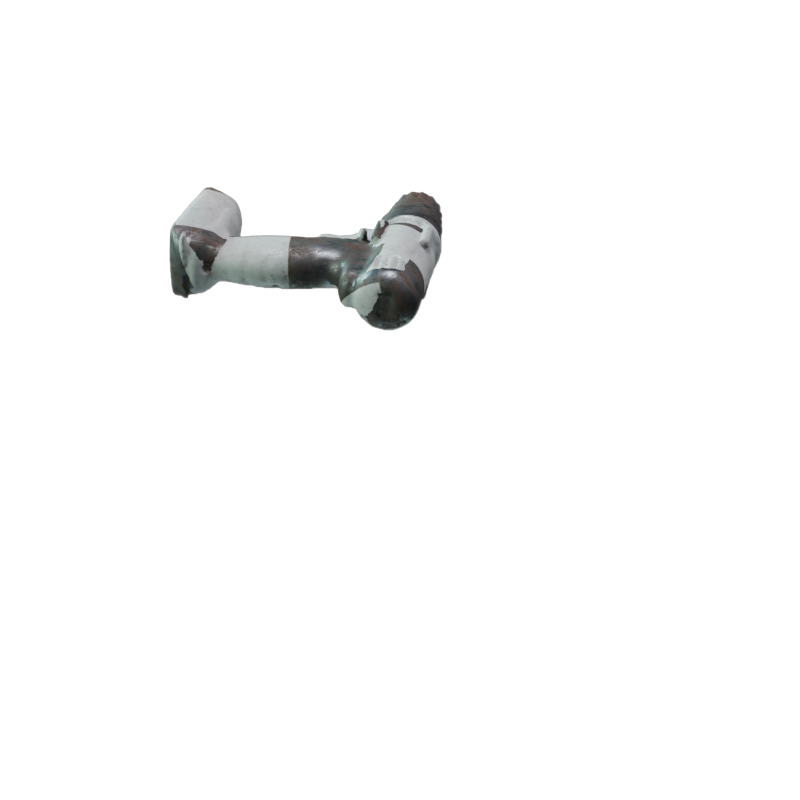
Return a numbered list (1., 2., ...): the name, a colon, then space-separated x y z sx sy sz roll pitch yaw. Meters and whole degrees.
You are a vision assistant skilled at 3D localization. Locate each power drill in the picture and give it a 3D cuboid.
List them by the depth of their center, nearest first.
1. power drill: -0.064 -0.117 0.818 0.190 0.054 0.192 5 28 9
